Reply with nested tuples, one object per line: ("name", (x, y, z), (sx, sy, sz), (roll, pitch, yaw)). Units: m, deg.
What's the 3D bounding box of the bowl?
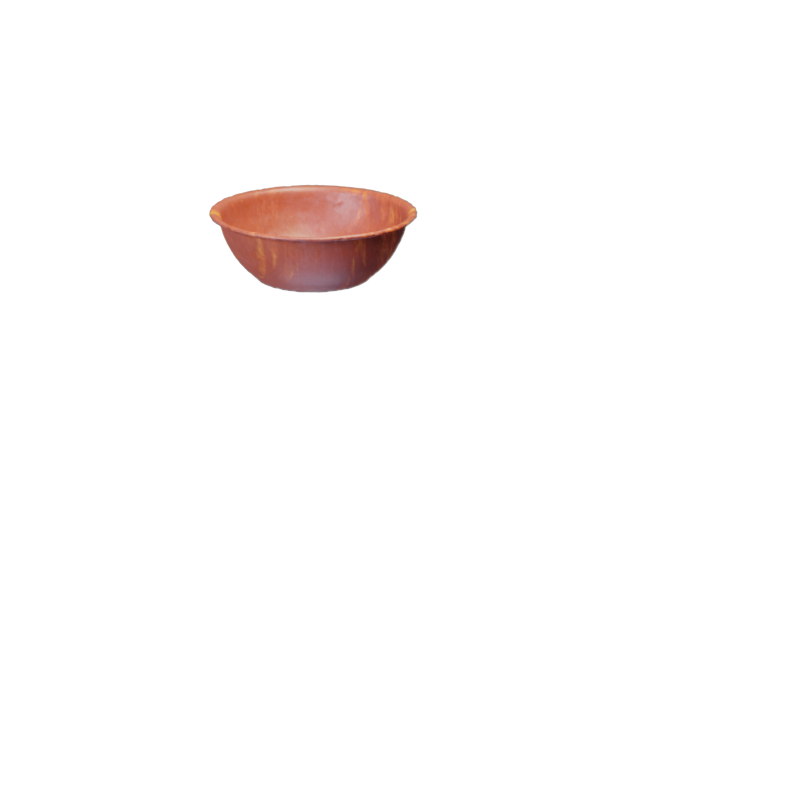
("bowl", (-0.068, -0.124, 0.870), (0.162, 0.053, 0.170), (-1, 23, -2))
